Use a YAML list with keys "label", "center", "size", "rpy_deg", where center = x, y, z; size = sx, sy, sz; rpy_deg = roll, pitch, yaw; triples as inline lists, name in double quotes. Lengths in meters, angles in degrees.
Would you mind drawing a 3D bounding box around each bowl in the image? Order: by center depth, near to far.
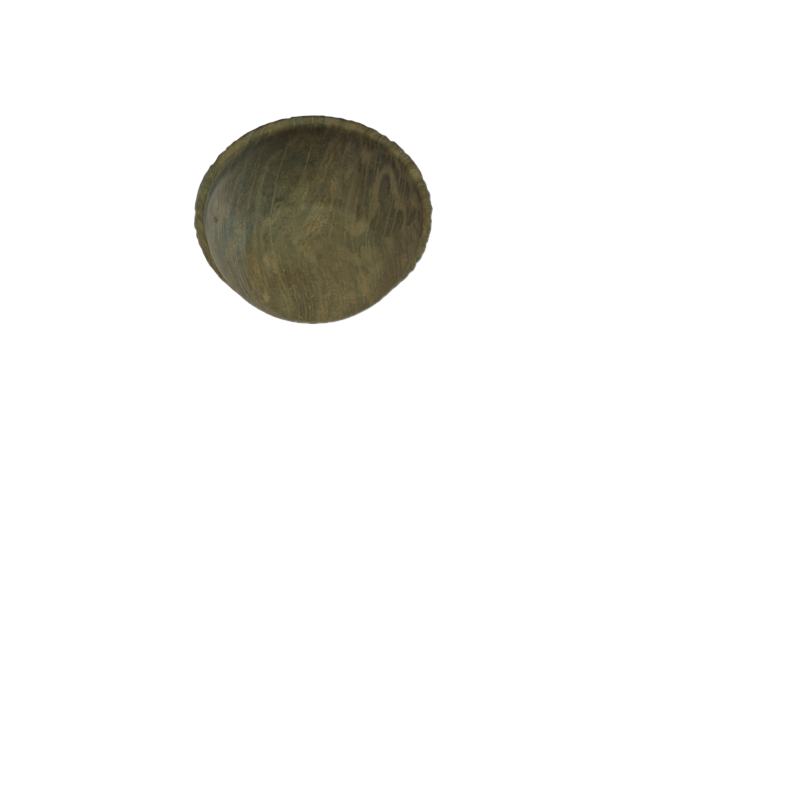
- label: "bowl"
  center: [-0.057, -0.105, 0.732]
  size: [0.162, 0.152, 0.059]
  rpy_deg: [1, 37, -1]
